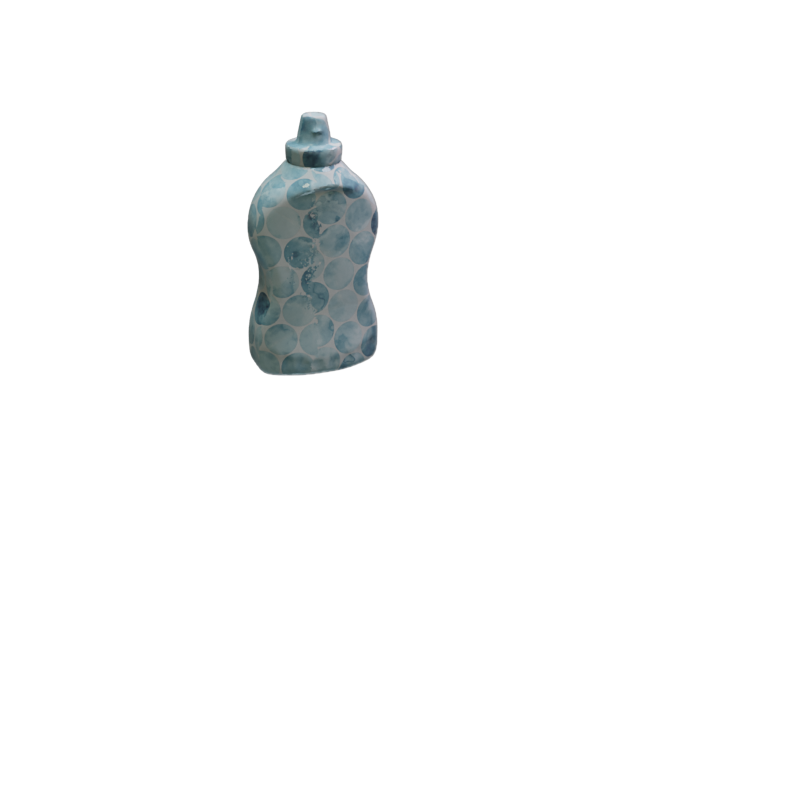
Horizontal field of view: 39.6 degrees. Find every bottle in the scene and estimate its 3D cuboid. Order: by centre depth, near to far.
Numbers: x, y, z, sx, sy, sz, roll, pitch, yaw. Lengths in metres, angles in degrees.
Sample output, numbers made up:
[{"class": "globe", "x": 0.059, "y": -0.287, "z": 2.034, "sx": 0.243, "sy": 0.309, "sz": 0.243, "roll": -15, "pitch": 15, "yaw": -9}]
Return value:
[{"class": "bottle", "x": -0.064, "y": -0.116, "z": 0.814, "sx": 0.094, "sy": 0.183, "sz": 0.062, "roll": -6, "pitch": 22, "yaw": -18}]
